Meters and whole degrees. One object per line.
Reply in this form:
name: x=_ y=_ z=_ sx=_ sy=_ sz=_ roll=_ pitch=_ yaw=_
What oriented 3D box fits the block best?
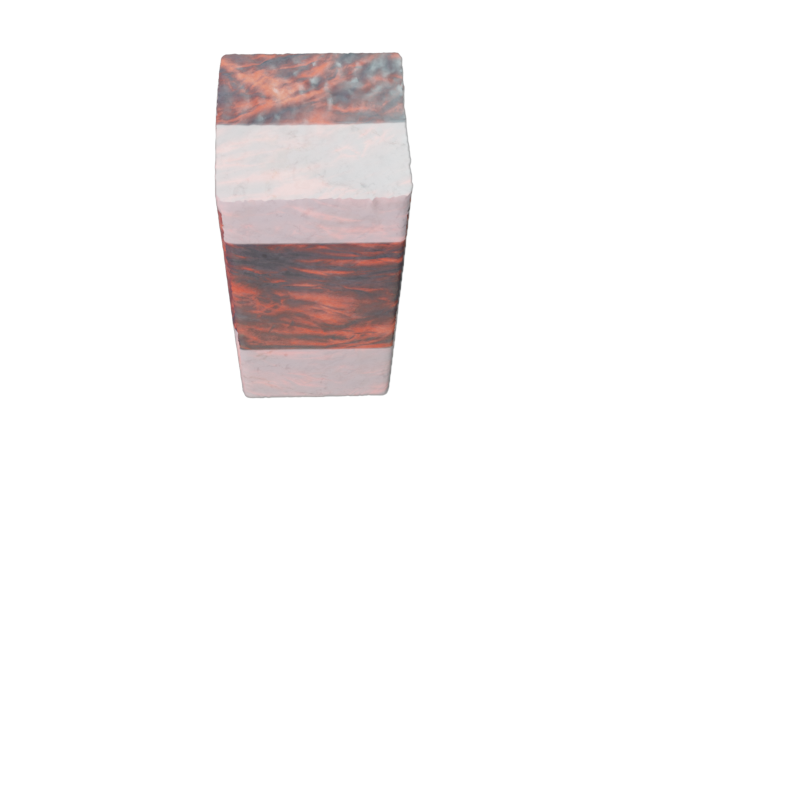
block: x=-0.047 y=-0.085 z=0.600 sx=0.090 sy=0.096 sz=0.194 roll=-1 pitch=-28 yaw=-4
